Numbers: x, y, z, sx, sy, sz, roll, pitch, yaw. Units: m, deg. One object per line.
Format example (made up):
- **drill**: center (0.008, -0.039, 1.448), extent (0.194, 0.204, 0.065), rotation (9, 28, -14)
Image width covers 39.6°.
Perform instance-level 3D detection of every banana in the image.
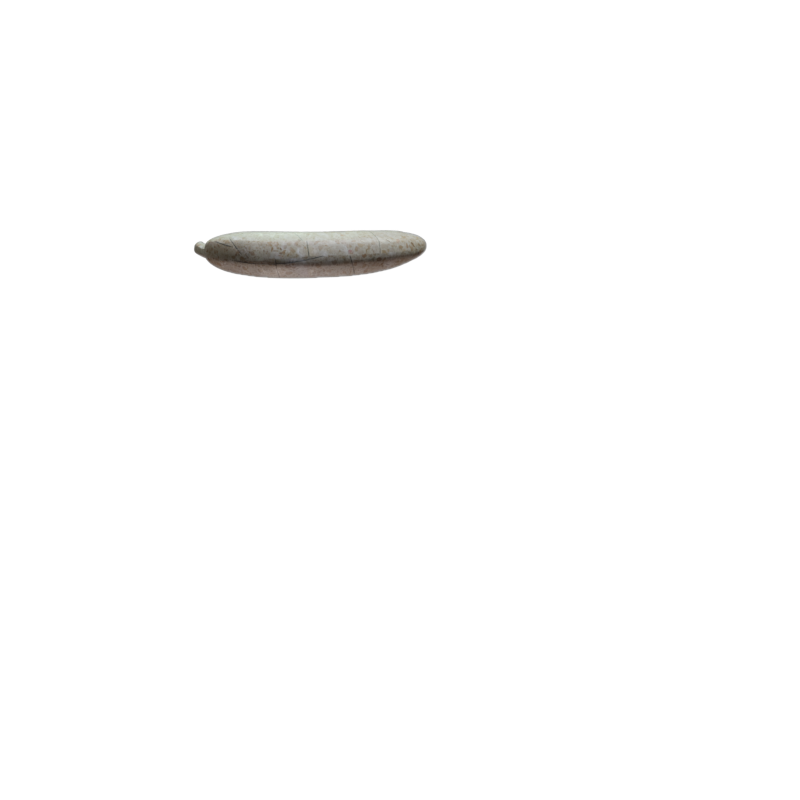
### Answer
- **banana**: center (-0.076, -0.124, 0.912), extent (0.198, 0.035, 0.073), rotation (1, 25, 2)
